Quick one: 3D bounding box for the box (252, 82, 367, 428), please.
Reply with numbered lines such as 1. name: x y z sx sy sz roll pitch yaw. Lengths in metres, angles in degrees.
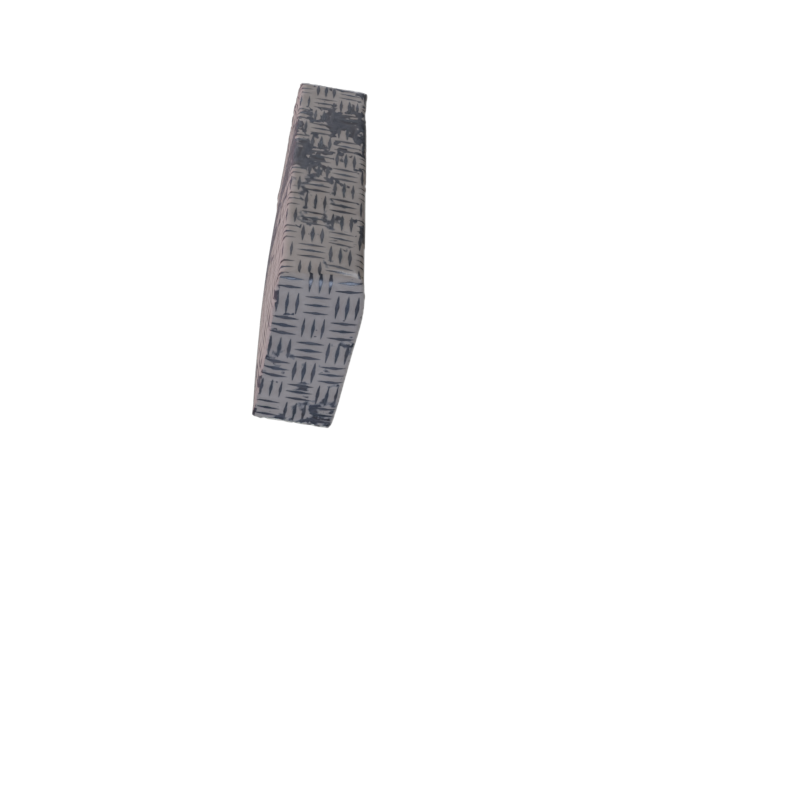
1. box: -0.046 -0.083 0.580 0.047 0.088 0.189 8 40 -11
